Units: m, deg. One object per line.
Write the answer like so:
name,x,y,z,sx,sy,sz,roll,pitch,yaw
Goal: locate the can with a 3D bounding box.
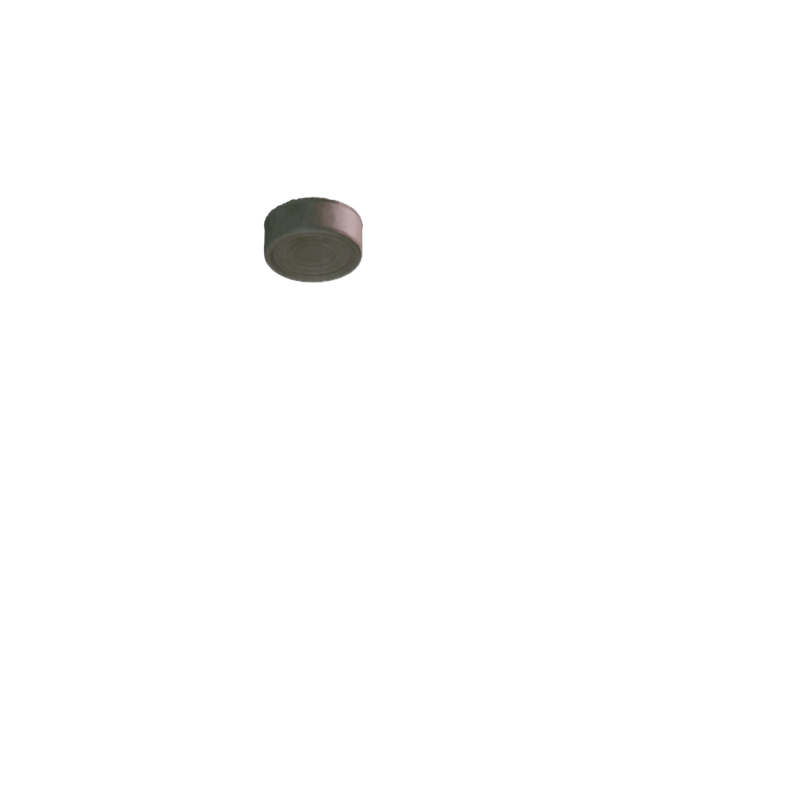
can,-0.074,-0.135,0.948,0.086,0.036,0.081,1,-28,-2
